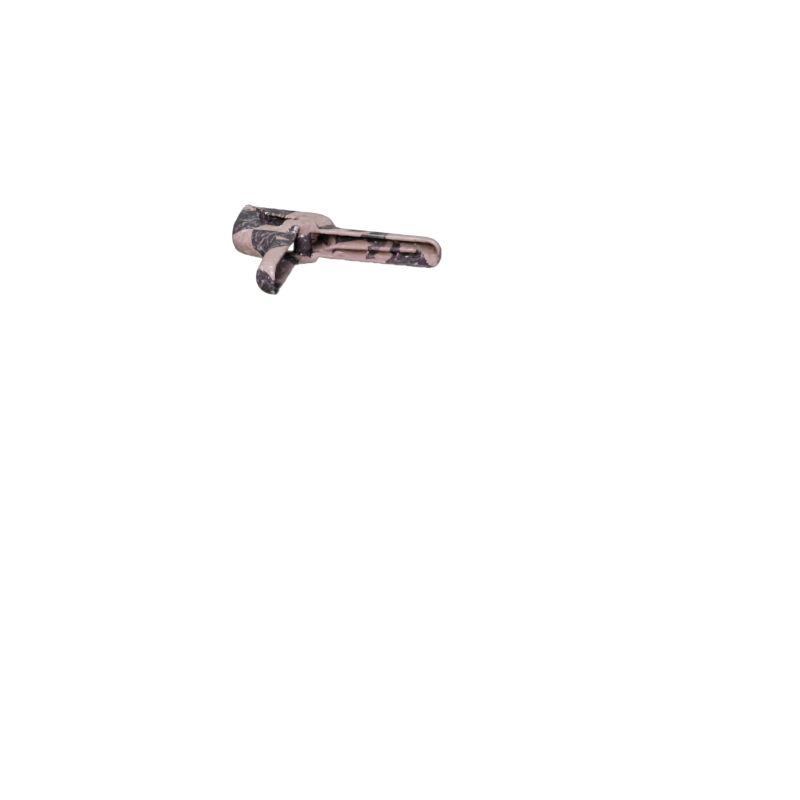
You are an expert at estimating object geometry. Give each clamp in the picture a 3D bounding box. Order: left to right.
[{"bbox_3d":[-0.075,-0.136,0.955,0.161,0.035,0.223,-9,23,-22],"label":"clamp"}]
